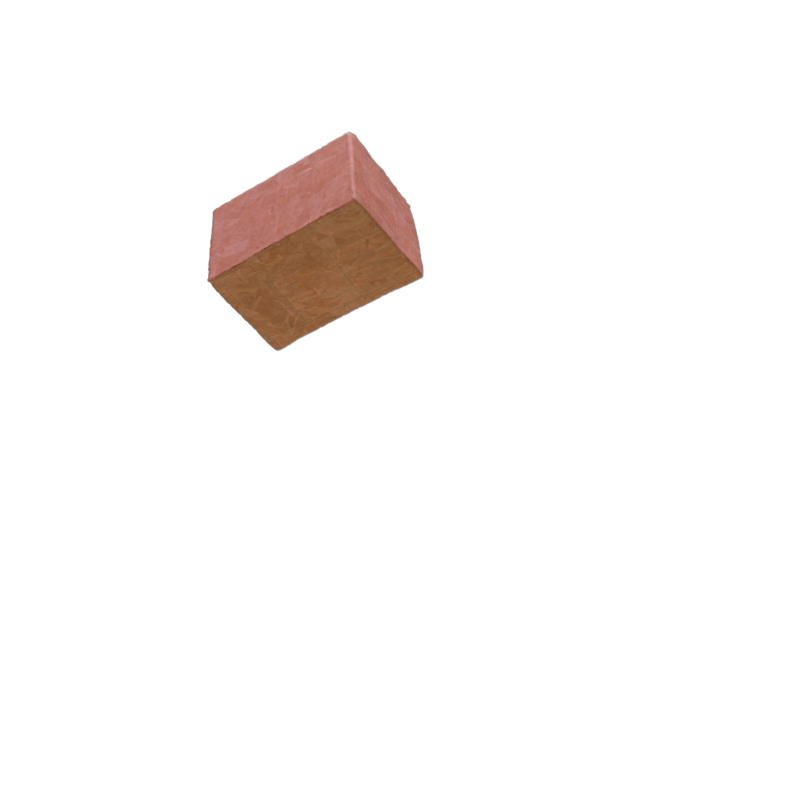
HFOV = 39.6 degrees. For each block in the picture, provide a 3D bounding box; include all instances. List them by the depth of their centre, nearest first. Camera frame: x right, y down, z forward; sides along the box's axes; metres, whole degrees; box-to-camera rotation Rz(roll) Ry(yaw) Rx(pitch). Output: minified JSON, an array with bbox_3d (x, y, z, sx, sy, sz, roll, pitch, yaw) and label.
[{"bbox_3d":[-0.038,-0.069,0.481,0.078,0.055,0.049,-25,-51,21],"label":"block"}]
